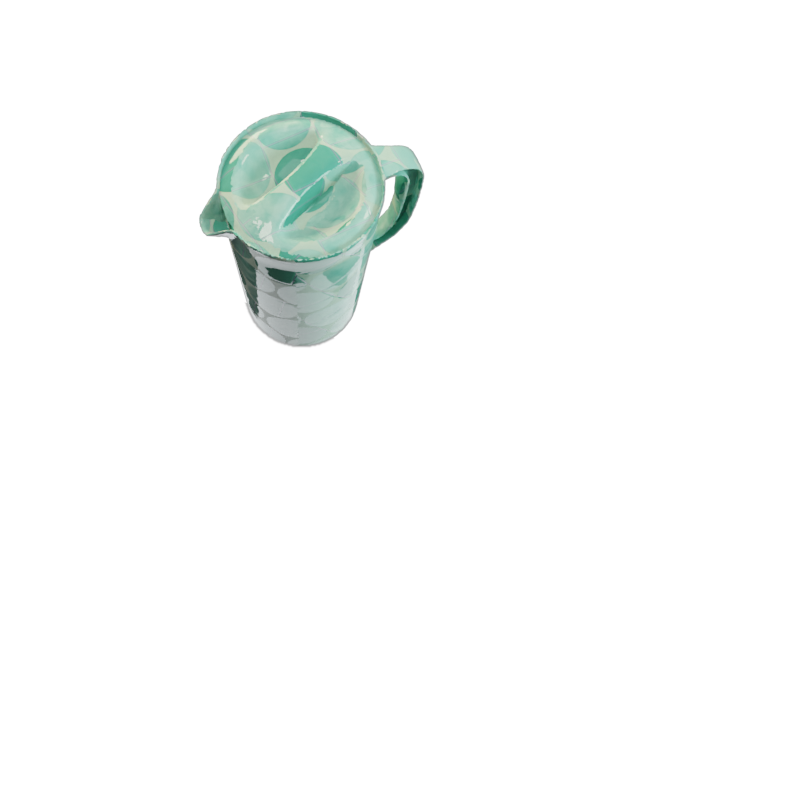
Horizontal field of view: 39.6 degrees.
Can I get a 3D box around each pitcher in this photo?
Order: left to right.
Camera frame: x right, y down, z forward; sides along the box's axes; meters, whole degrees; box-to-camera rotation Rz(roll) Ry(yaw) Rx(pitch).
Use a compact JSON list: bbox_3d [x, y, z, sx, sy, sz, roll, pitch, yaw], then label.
[{"bbox_3d":[-0.076,-0.138,0.970,0.151,0.150,0.232,22,-19,5],"label":"pitcher"}]
